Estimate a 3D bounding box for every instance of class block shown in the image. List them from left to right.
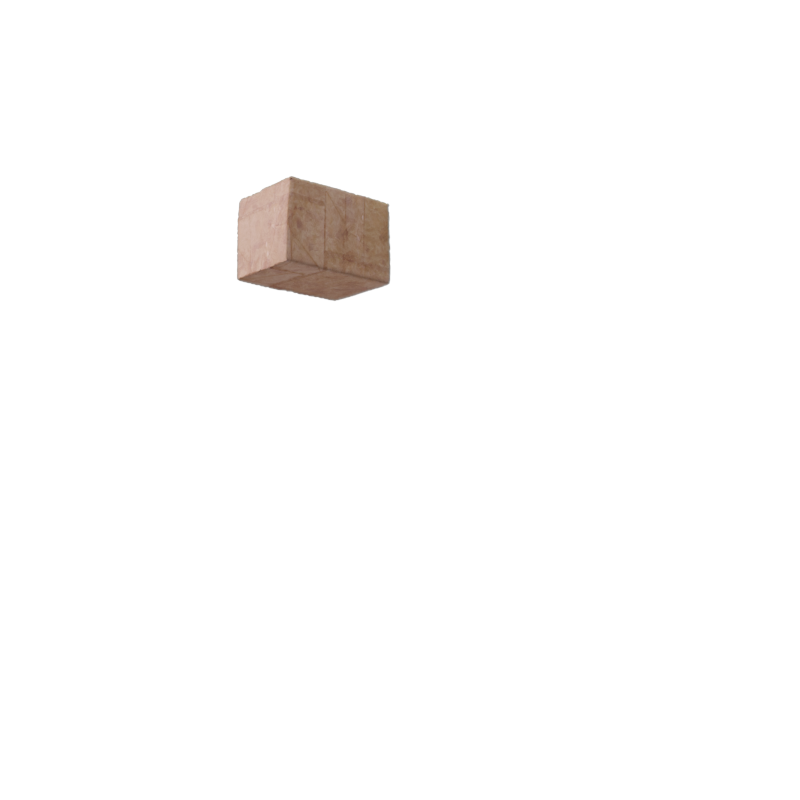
[{"bbox_3d":[-0.051,-0.094,0.655,0.074,0.053,0.053,10,-17,-40],"label":"block"}]
